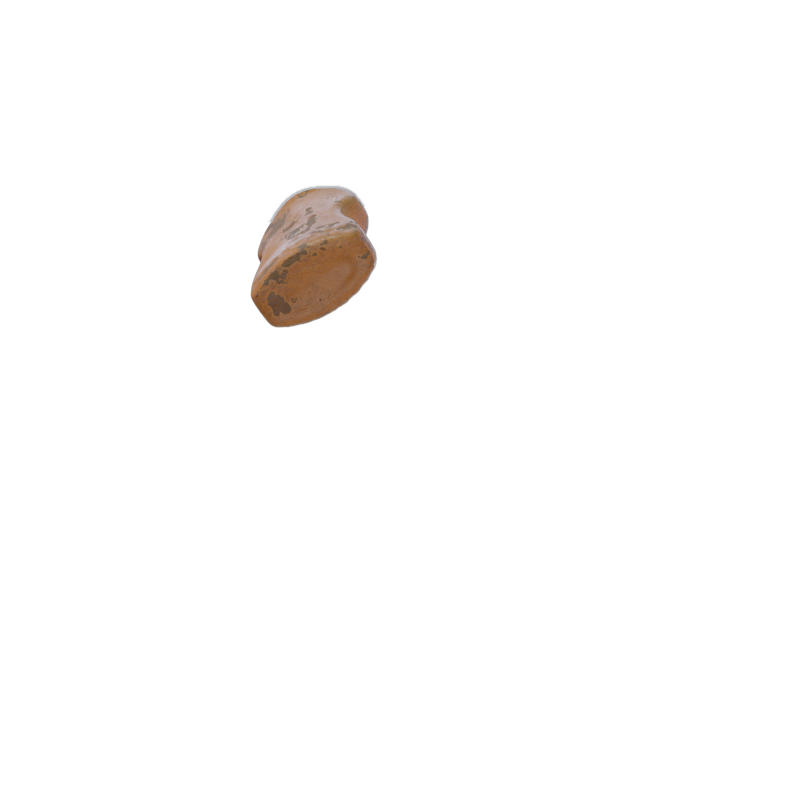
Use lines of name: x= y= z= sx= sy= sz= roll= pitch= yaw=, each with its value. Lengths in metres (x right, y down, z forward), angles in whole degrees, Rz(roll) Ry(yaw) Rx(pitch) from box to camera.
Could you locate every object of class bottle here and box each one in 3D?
bottle: x=-0.071 y=-0.129 z=0.898 sx=0.096 sy=0.056 sz=0.202 roll=-32 pitch=23 yaw=11
